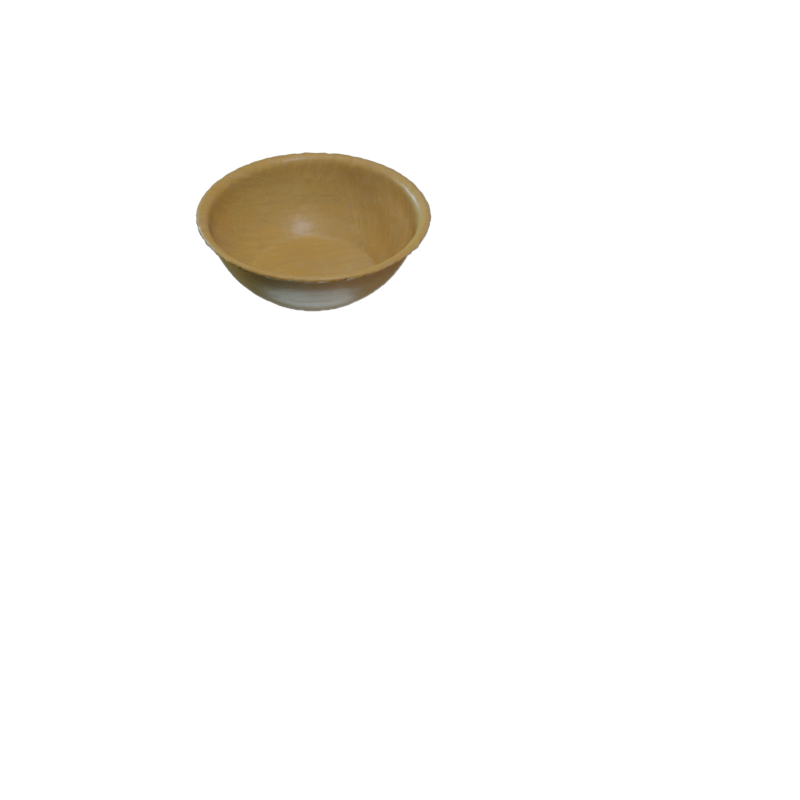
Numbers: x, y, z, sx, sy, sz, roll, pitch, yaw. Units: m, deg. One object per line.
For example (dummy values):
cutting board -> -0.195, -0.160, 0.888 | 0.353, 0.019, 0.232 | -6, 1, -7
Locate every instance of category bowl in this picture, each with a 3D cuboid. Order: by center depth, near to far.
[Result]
bowl -> -0.061, -0.111, 0.779 | 0.162, 0.051, 0.174 | -1, 39, -2
